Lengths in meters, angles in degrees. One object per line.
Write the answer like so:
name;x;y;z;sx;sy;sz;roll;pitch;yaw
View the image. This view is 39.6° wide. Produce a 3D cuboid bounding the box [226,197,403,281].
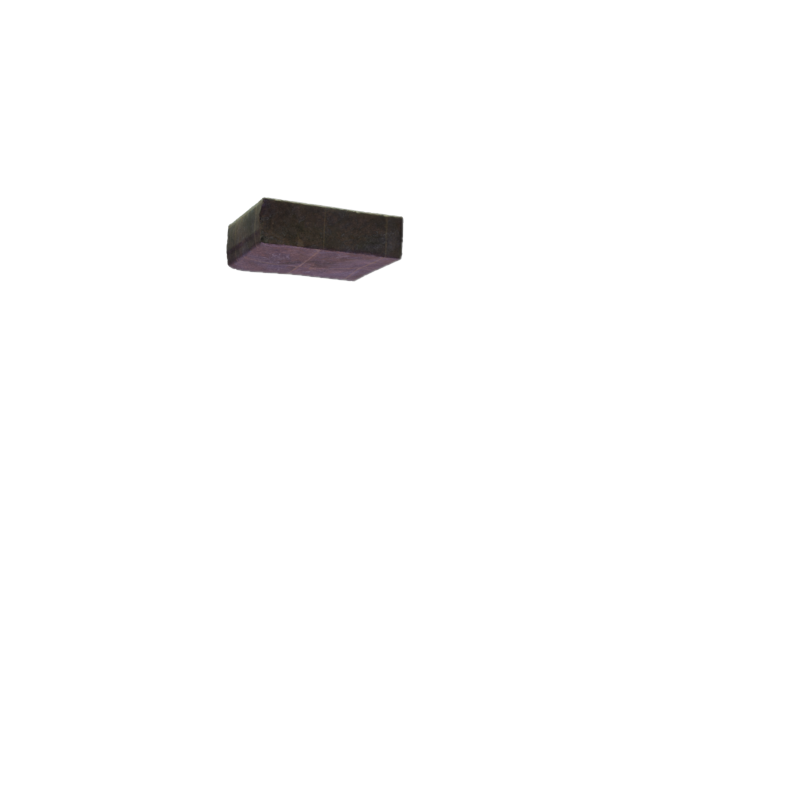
box;-0.066;-0.120;0.839;0.110;0.040;0.090;3;-8;-22
